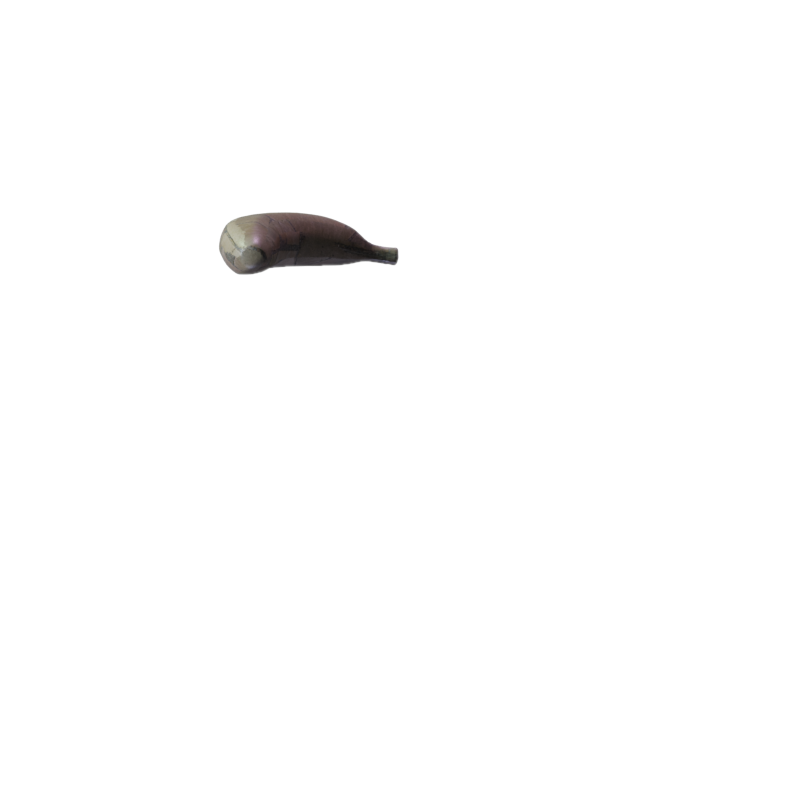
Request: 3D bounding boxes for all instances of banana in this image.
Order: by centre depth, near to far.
[{"bbox_3d":[-0.070,-0.101,0.705,0.072,0.036,0.194,4,10,25],"label":"banana"}]
